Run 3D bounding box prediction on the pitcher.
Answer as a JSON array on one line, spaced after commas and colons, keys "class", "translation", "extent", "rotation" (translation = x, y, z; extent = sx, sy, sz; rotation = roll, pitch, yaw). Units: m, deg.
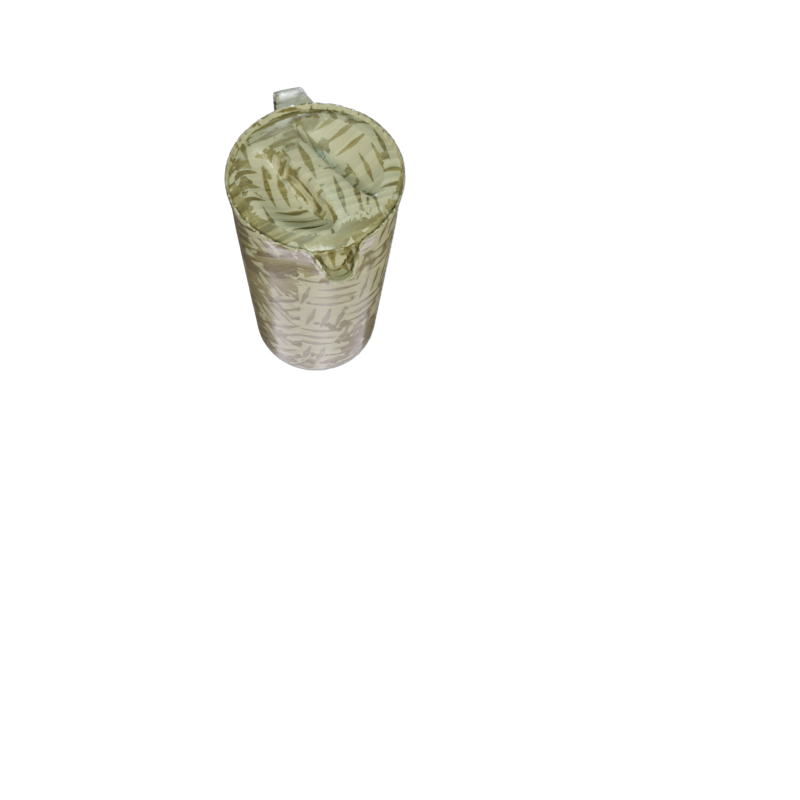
[{"class": "pitcher", "translation": [-0.072, -0.131, 0.916], "extent": [0.149, 0.154, 0.229], "rotation": [27, -25, 10]}]
